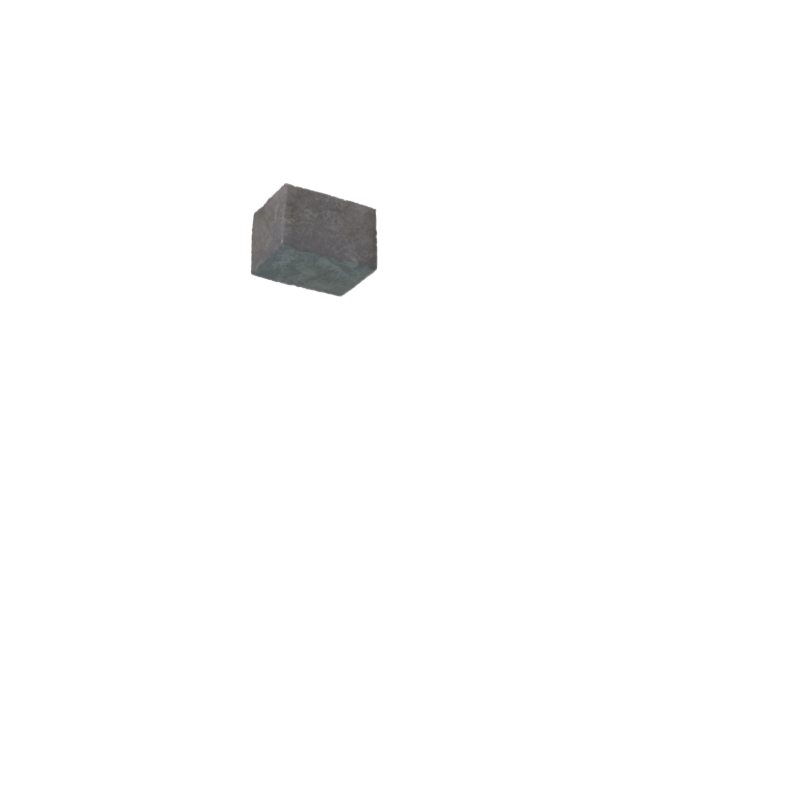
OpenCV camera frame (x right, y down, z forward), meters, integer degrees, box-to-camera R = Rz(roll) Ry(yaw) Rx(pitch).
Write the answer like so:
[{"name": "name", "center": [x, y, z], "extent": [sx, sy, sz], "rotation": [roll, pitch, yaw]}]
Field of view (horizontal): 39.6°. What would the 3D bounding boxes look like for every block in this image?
[{"name": "block", "center": [-0.062, -0.114, 0.796], "extent": [0.075, 0.054, 0.052], "rotation": [13, -28, -28]}]
